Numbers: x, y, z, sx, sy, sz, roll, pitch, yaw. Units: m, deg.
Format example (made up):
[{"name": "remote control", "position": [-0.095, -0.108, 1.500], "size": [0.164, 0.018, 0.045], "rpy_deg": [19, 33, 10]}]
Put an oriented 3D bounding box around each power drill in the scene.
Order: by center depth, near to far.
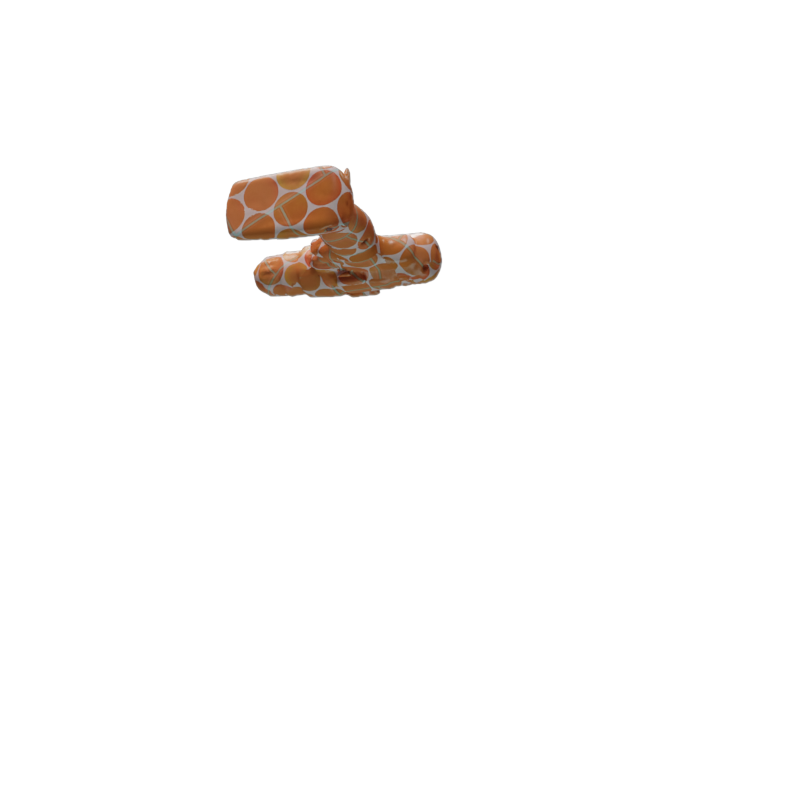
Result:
[{"name": "power drill", "position": [-0.076, -0.138, 0.970], "size": [0.188, 0.060, 0.176], "rpy_deg": [-6, -15, 22]}]
